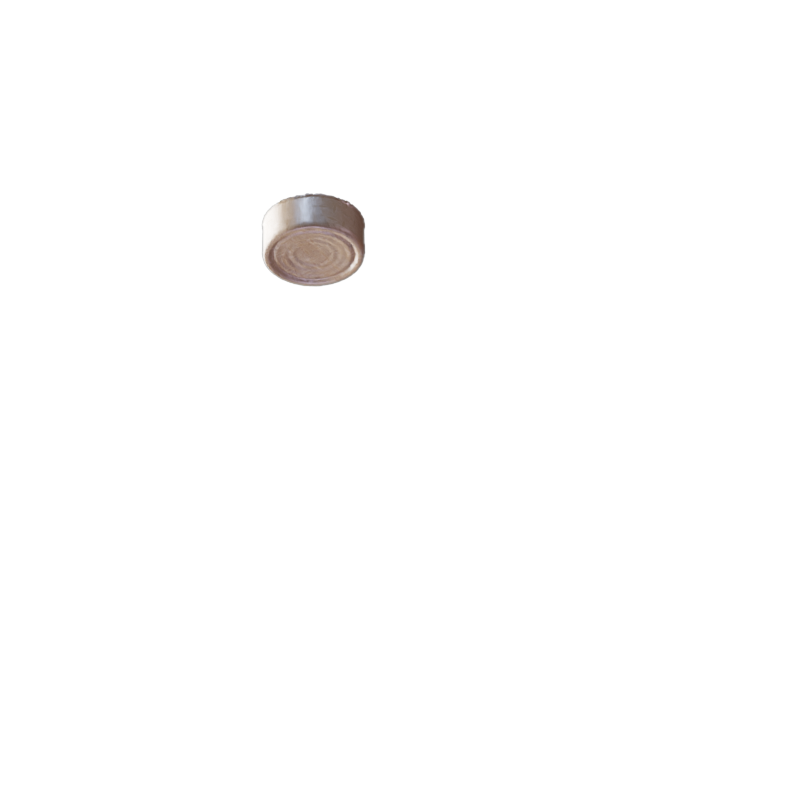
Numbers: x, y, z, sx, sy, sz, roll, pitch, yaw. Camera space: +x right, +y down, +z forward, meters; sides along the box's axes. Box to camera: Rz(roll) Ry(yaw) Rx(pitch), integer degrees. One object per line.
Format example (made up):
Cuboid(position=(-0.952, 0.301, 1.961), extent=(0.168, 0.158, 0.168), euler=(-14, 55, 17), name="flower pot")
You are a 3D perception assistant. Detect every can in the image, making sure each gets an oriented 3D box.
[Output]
Cuboid(position=(-0.071, -0.130, 0.911), extent=(0.086, 0.036, 0.080), euler=(1, -32, -2), name="can")
